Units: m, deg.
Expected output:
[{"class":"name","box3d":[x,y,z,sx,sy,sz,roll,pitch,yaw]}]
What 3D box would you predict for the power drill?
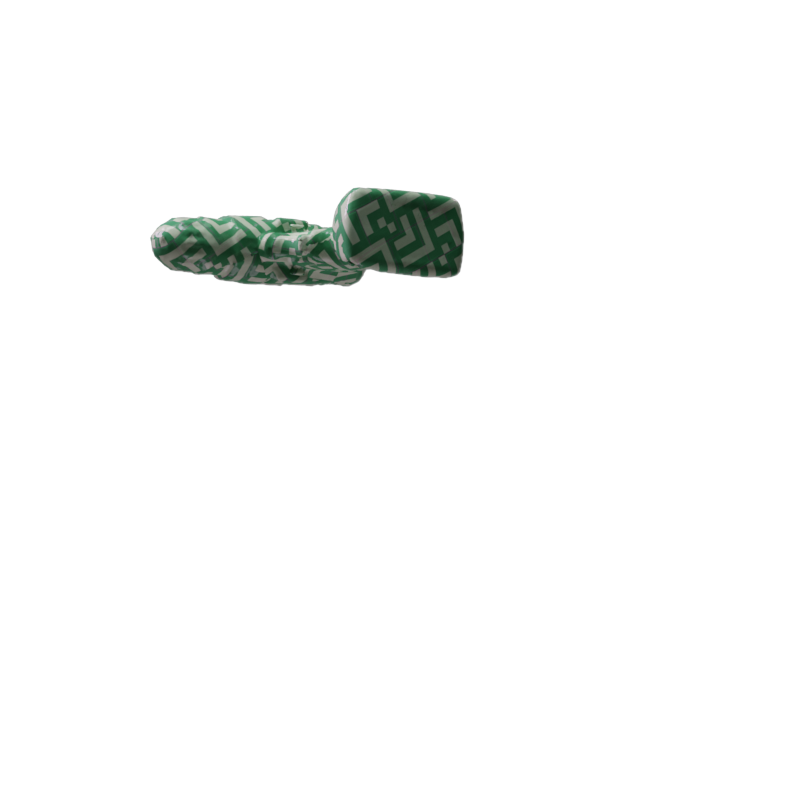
[{"class":"power drill","box3d":[-0.062,-0.113,0.795,0.177,0.058,0.194,-2,3,-37]}]
